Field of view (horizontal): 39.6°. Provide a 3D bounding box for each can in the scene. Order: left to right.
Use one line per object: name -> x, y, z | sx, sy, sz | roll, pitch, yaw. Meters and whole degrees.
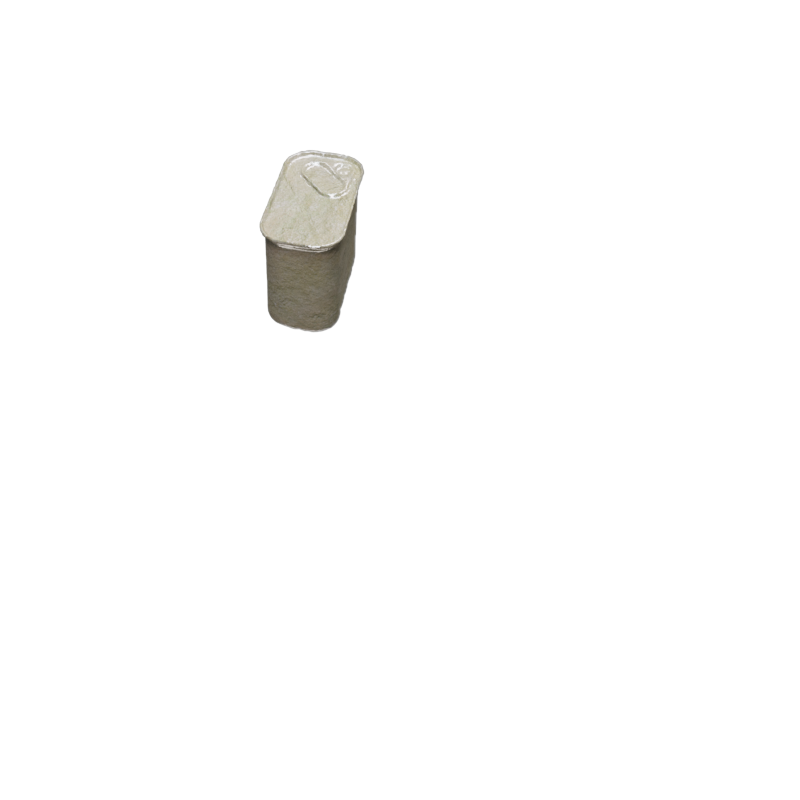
can -> -0.061, -0.111, 0.779 | 0.058, 0.108, 0.078 | 8, -44, 5
